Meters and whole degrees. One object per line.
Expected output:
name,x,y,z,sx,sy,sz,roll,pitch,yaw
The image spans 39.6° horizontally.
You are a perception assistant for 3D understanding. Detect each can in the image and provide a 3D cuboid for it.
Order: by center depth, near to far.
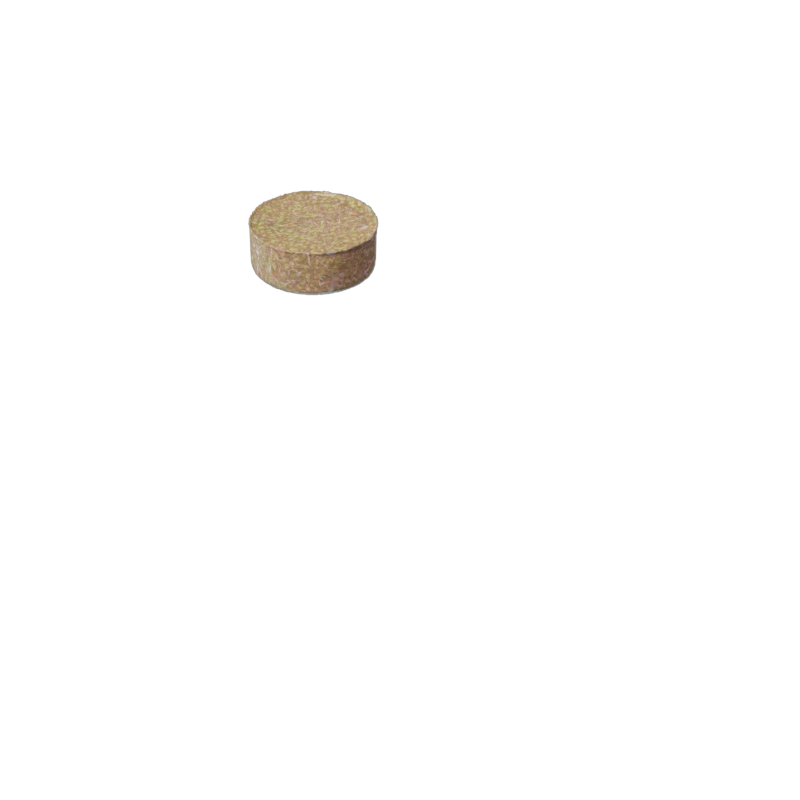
can,-0.058,-0.105,0.739,0.086,0.031,0.092,-1,35,-2
